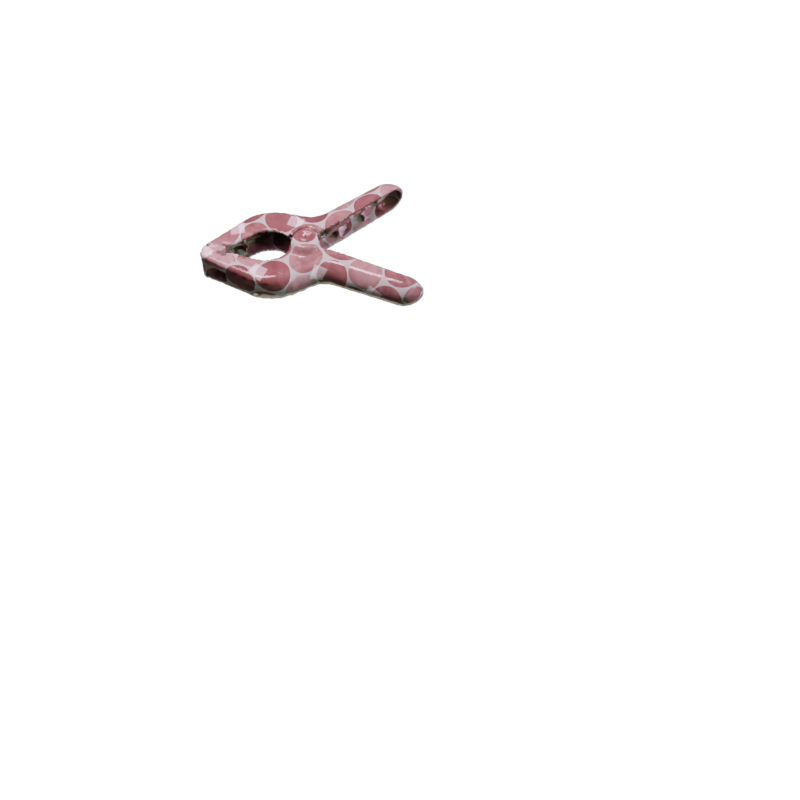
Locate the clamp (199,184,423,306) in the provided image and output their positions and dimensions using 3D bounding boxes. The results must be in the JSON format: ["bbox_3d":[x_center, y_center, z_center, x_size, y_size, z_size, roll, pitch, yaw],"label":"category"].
[{"bbox_3d":[-0.068,-0.124,0.871,0.172,0.128,0.036,2,-45,2],"label":"clamp"}]
